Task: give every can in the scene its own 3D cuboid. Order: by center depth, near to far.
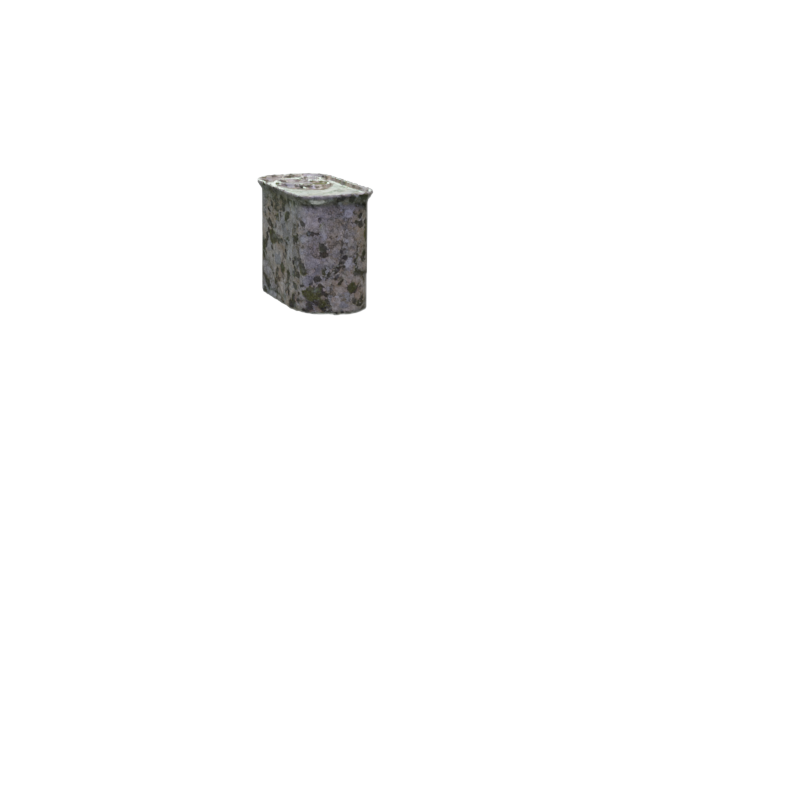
[{"bbox_3d":[-0.061,-0.112,0.782,0.056,0.081,0.108,-6,18,-25],"label":"can"}]
